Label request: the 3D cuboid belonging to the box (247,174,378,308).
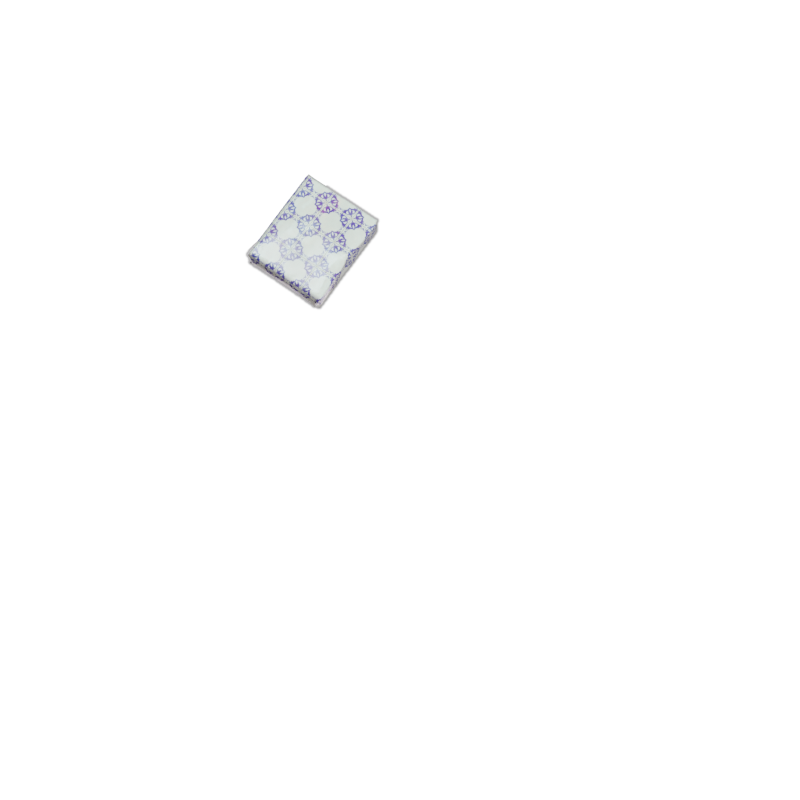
[{"bbox_3d":[-0.072,-0.132,0.924,0.075,0.091,0.029,33,-17,10],"label":"box"}]
